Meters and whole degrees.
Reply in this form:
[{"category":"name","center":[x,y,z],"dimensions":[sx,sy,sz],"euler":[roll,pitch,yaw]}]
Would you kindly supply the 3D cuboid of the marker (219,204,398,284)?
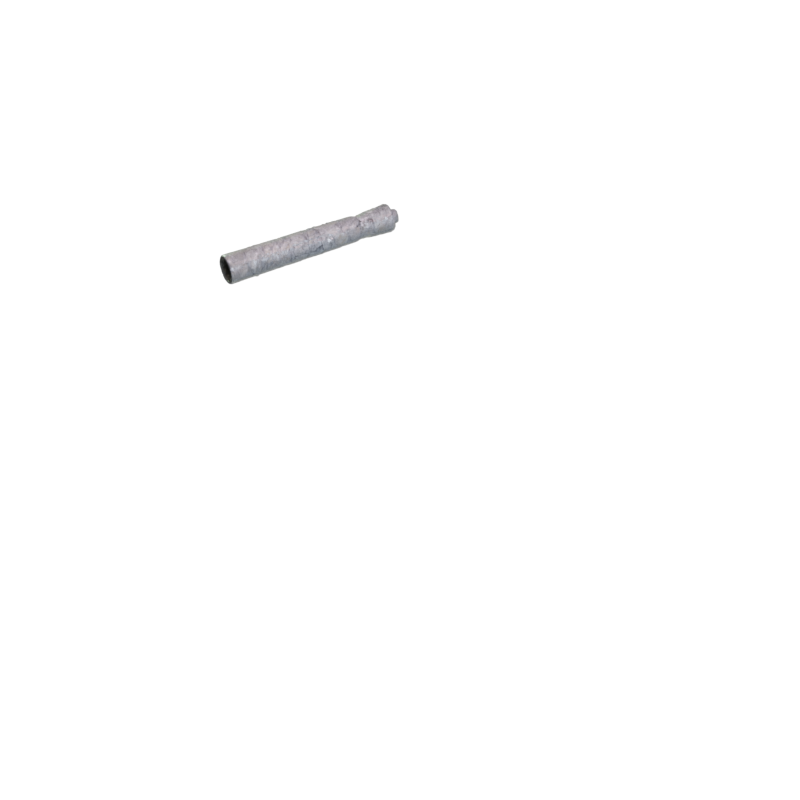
[{"category":"marker","center":[-0.054,-0.099,0.694],"dimensions":[0.120,0.019,0.020],"euler":[-21,13,-22]}]
